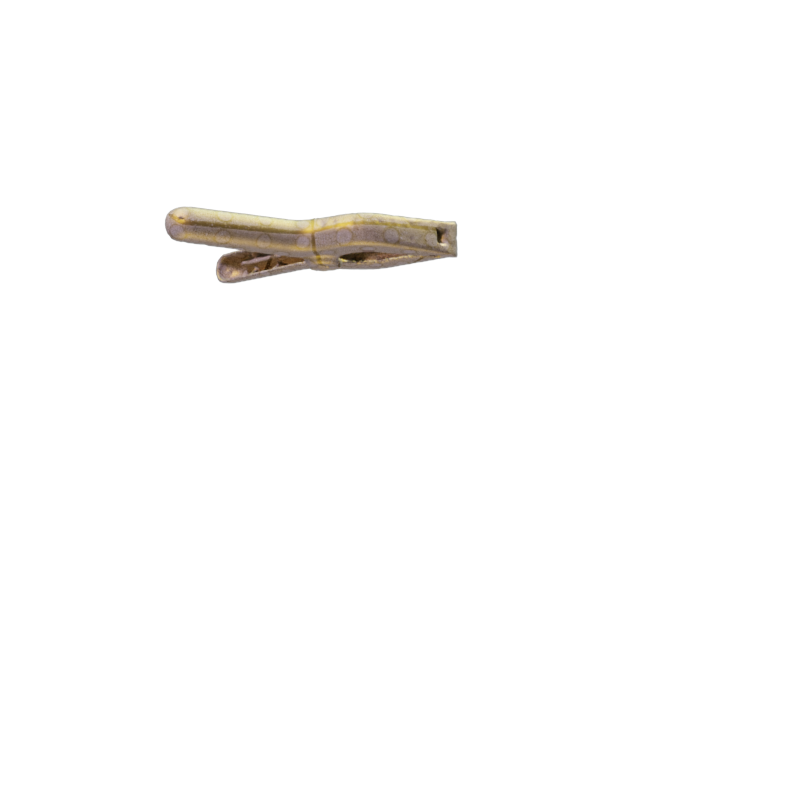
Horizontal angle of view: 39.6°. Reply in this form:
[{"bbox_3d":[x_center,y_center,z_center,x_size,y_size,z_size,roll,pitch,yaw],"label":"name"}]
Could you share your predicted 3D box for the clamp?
[{"bbox_3d":[-0.065,-0.118,0.830,0.213,0.037,0.158,-1,-6,14],"label":"clamp"}]
